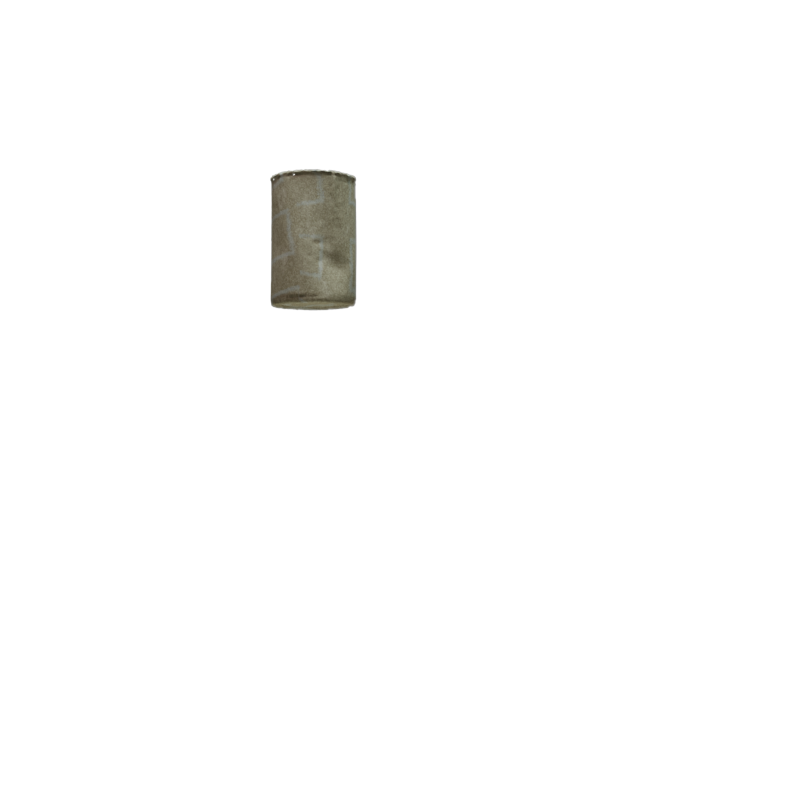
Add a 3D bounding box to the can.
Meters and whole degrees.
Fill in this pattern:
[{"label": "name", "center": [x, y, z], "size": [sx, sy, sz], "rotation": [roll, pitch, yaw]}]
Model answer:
[{"label": "can", "center": [-0.068, -0.124, 0.869], "size": [0.068, 0.104, 0.067], "rotation": [0, -6, -2]}]
